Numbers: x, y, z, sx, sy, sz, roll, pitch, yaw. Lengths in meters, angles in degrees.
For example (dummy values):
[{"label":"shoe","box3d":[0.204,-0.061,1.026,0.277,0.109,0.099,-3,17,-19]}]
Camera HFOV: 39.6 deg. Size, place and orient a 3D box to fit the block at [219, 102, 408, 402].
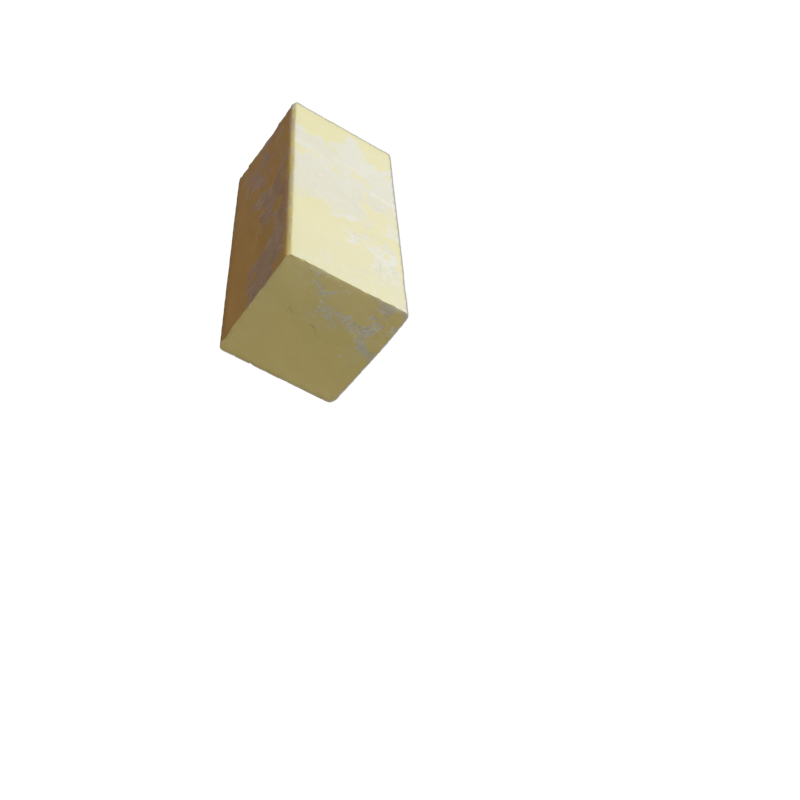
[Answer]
[{"label":"block","box3d":[-0.061,-0.111,0.780,0.087,0.088,0.221,27,32,-23]}]
